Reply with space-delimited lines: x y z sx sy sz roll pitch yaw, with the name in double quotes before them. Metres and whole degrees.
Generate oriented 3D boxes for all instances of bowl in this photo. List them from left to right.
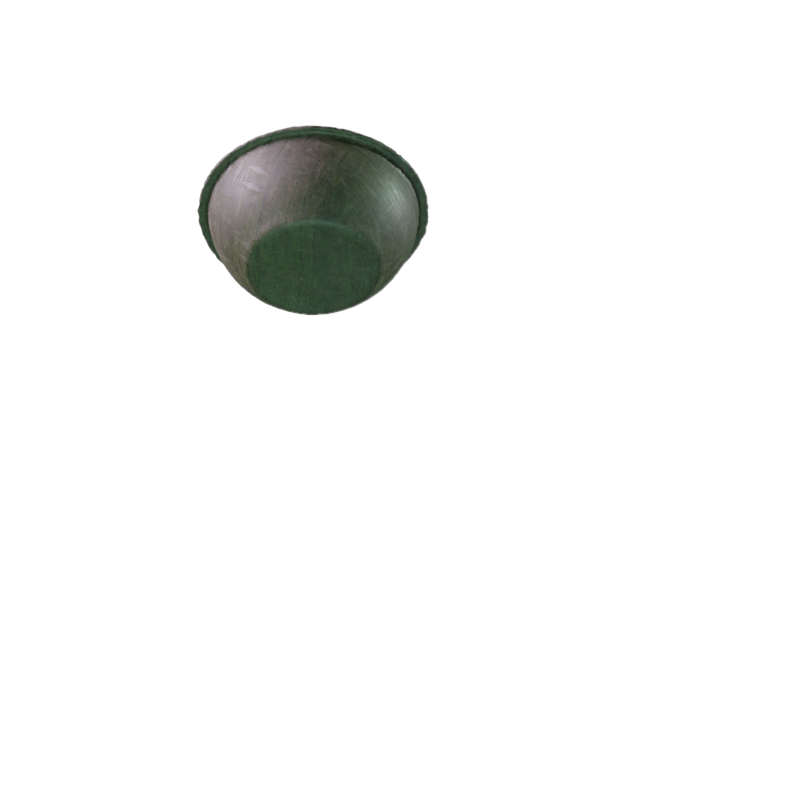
"bowl" -0.060 -0.109 0.760 0.162 0.059 0.151 1 -42 -1
